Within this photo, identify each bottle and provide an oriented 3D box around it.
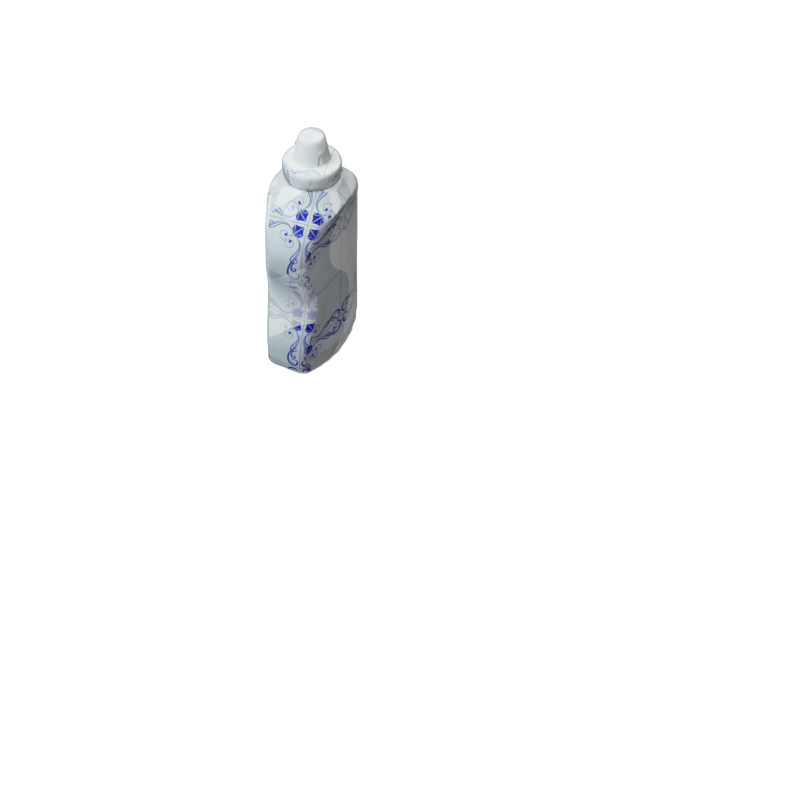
[{"bbox_3d":[-0.063,-0.115,0.802,0.060,0.179,0.099,21,48,15],"label":"bottle"}]
